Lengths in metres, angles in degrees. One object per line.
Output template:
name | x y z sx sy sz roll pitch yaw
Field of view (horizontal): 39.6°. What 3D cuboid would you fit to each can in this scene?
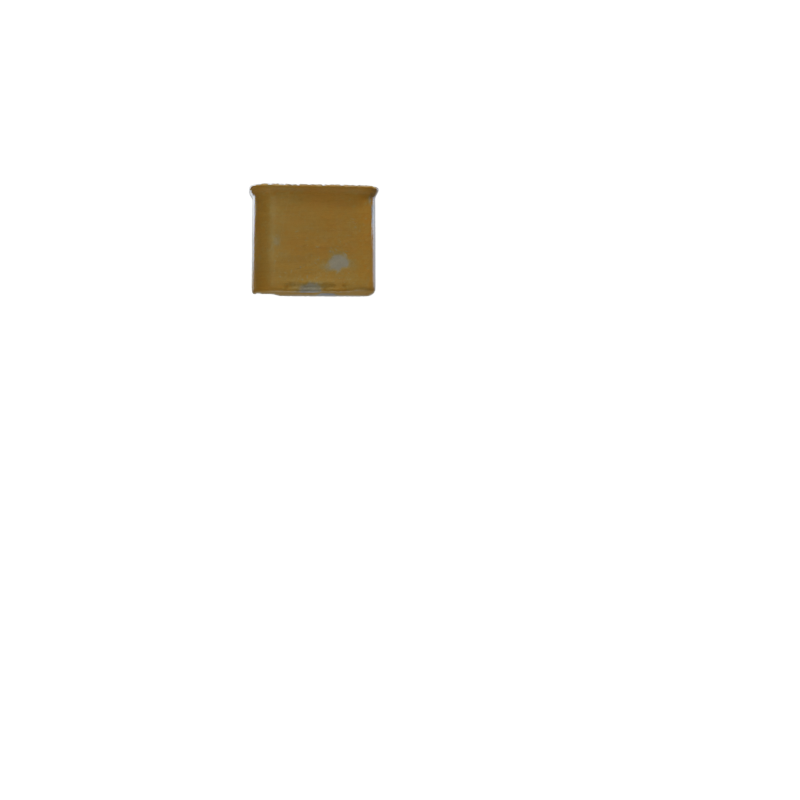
can | -0.068 -0.125 0.875 0.101 0.085 0.057 0 -4 -6
